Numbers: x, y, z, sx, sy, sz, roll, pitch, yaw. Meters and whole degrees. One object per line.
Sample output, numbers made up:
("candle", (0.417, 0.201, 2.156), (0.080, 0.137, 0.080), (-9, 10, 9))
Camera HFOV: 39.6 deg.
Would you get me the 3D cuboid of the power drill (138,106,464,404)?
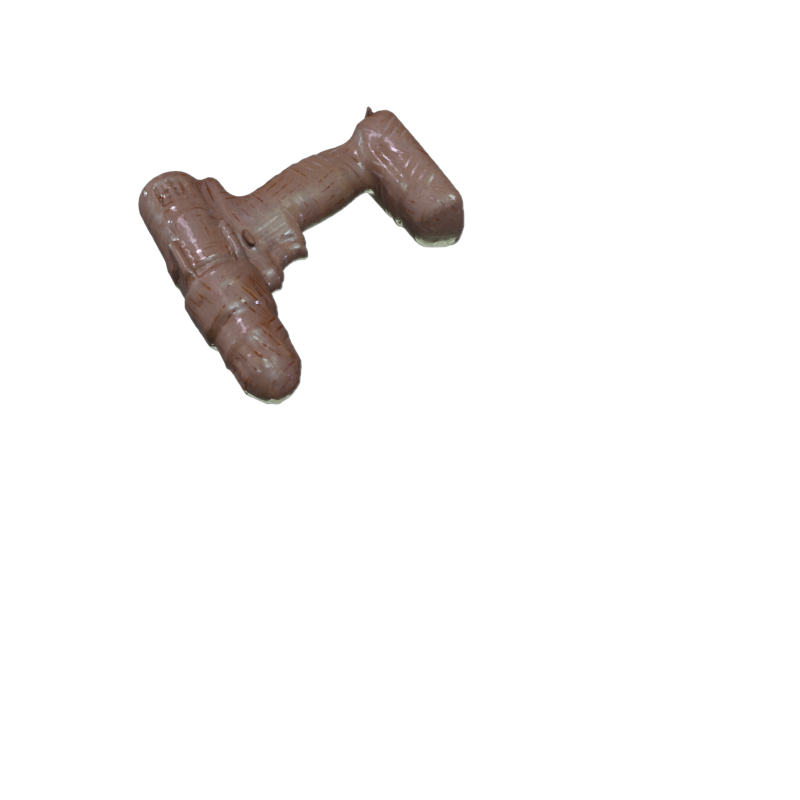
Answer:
("power drill", (-0.056, -0.102, 0.715), (0.187, 0.198, 0.054), (-25, -30, -16))
